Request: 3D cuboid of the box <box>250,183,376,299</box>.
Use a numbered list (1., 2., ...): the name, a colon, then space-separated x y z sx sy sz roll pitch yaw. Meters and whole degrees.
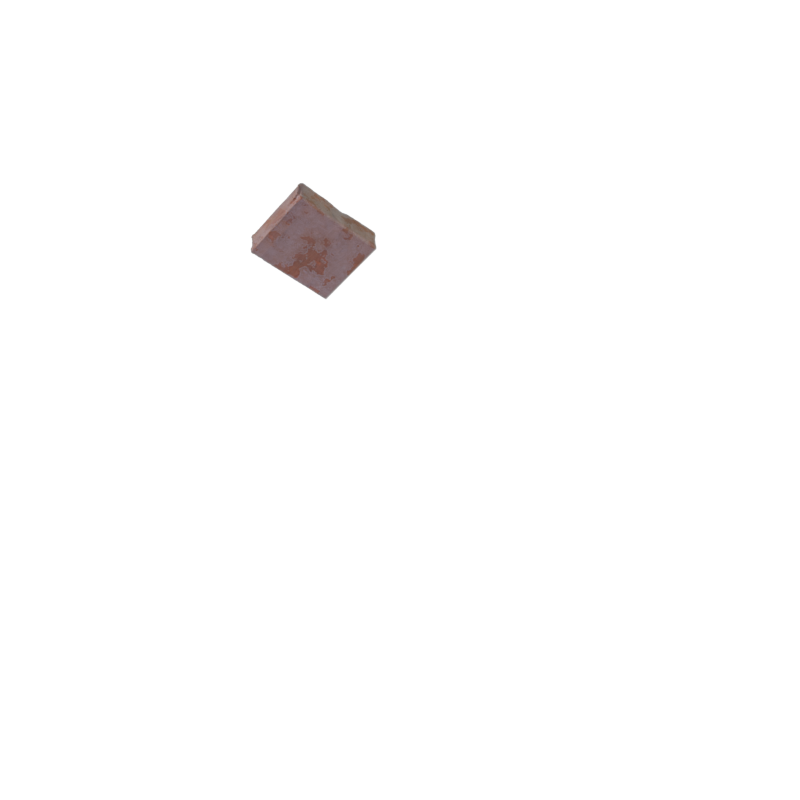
1. box: -0.078 -0.142 0.994 0.085 0.072 0.032 33 29 -22
